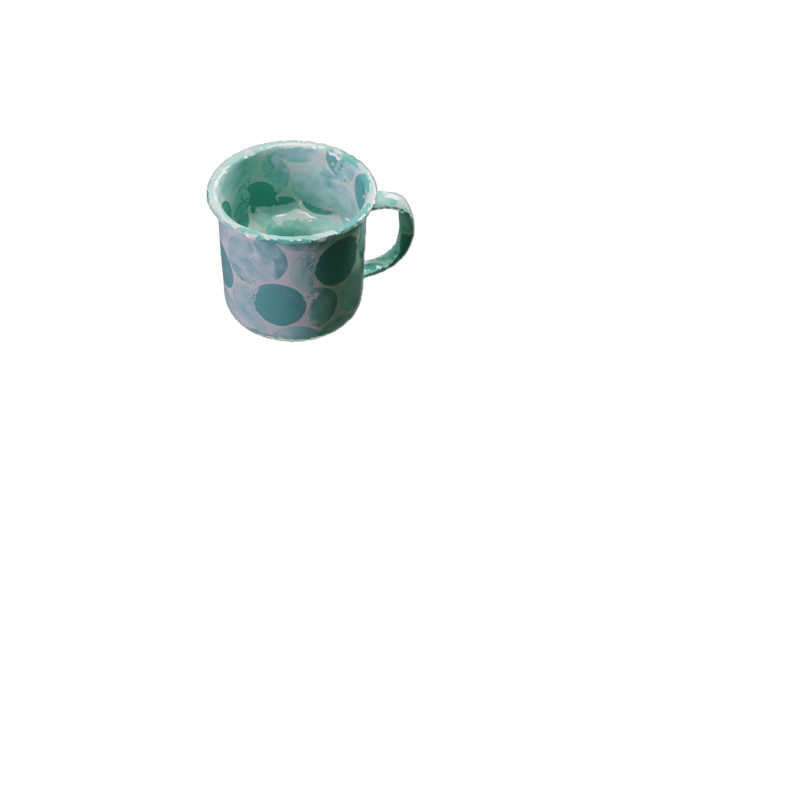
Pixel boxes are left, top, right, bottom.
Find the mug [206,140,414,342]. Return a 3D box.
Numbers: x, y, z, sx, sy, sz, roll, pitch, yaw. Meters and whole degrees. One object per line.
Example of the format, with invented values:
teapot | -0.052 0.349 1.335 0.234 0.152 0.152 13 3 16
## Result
mug | -0.049 -0.090 0.630 0.116 0.076 0.101 -10 45 -11
